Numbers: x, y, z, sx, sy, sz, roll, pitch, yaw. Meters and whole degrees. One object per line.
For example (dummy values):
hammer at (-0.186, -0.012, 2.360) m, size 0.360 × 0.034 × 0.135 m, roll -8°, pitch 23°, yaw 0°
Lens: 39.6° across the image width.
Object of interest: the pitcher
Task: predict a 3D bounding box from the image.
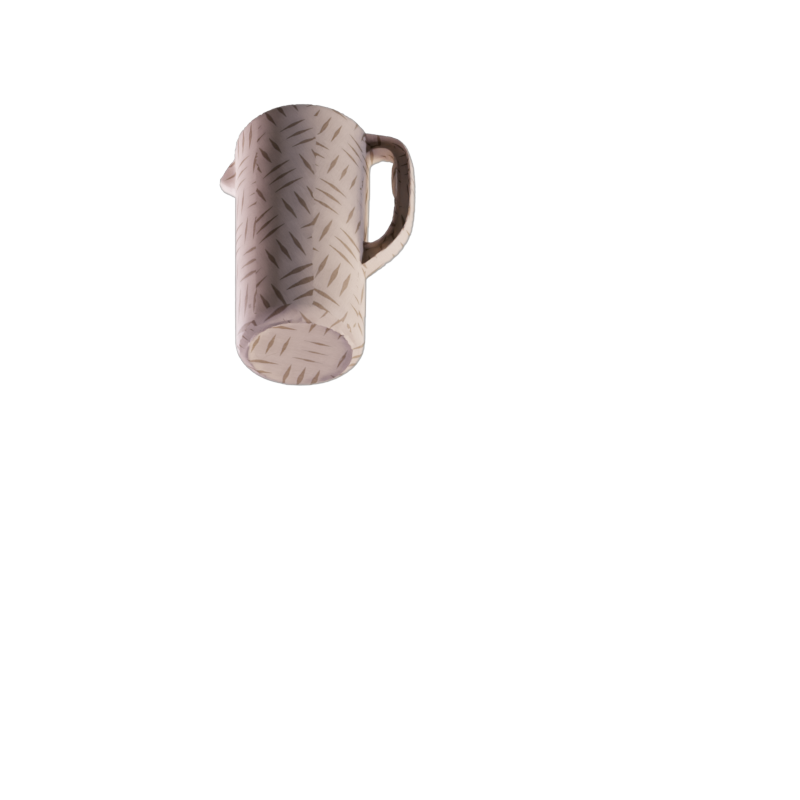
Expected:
pitcher at (-0.077, -0.141, 0.987) m, size 0.139 × 0.261 × 0.145 m, roll 19°, pitch -43°, yaw -25°
